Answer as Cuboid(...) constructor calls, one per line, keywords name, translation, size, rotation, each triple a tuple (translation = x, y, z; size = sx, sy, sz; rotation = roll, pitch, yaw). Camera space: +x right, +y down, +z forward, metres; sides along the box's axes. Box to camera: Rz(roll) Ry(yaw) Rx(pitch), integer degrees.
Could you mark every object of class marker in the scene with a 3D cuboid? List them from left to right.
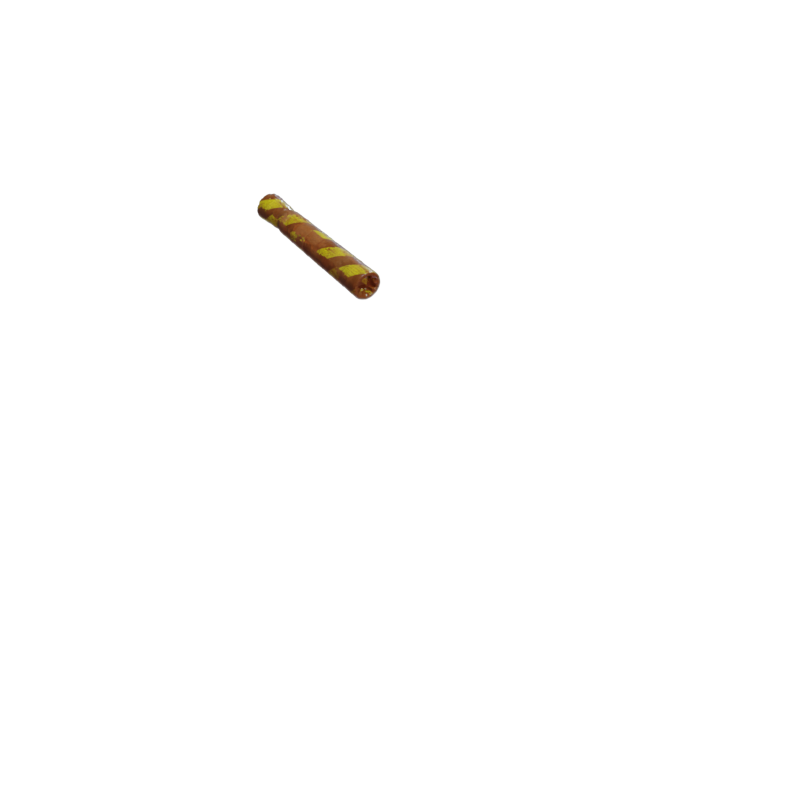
Cuboid(name="marker", translation=(-0.054, -0.099, 0.694), size=(0.019, 0.019, 0.130), rotation=(-3, 31, -37))
